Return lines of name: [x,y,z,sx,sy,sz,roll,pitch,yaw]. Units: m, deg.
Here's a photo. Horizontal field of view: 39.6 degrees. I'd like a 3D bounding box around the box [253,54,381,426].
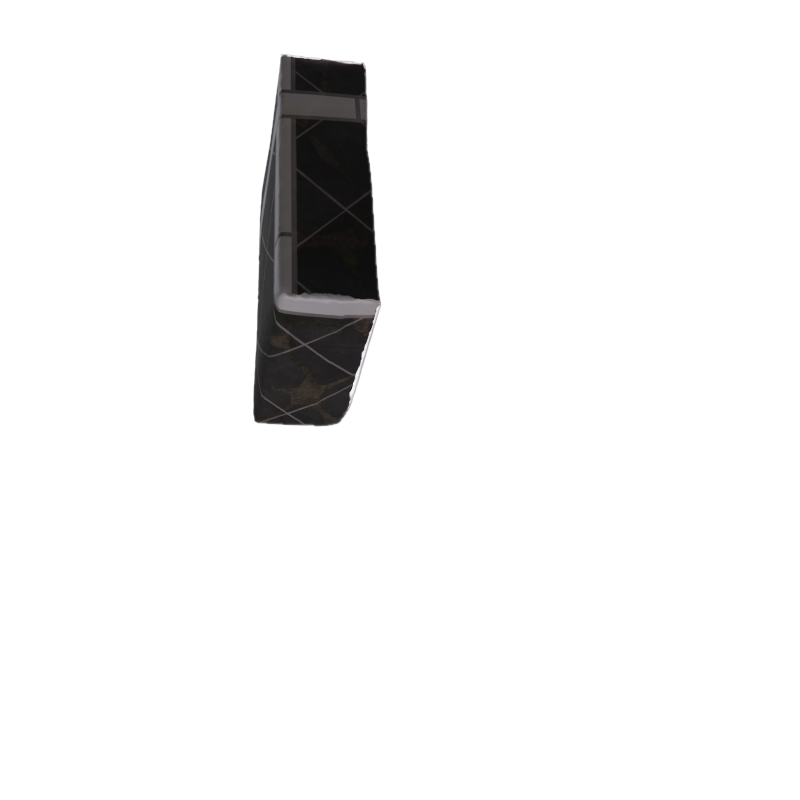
box: [-0.062,-0.113,0.792,0.071,0.229,0.155,4,-35,-10]
